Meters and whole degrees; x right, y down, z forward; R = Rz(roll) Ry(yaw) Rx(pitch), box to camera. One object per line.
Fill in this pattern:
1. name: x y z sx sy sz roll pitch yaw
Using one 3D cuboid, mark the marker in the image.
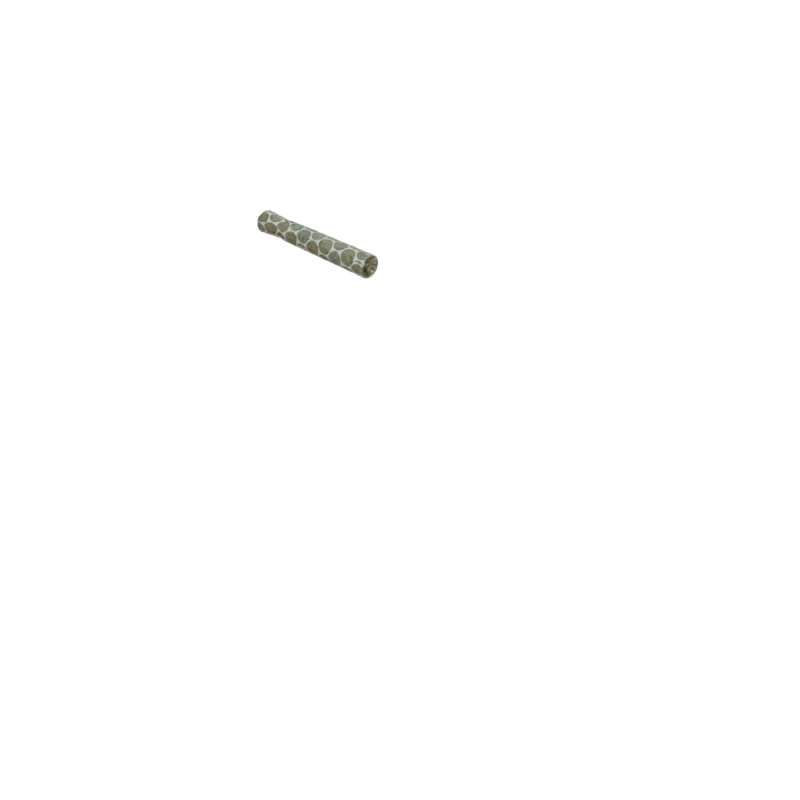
1. marker: -0.067 -0.123 0.860 0.129 0.019 0.019 28 21 37
